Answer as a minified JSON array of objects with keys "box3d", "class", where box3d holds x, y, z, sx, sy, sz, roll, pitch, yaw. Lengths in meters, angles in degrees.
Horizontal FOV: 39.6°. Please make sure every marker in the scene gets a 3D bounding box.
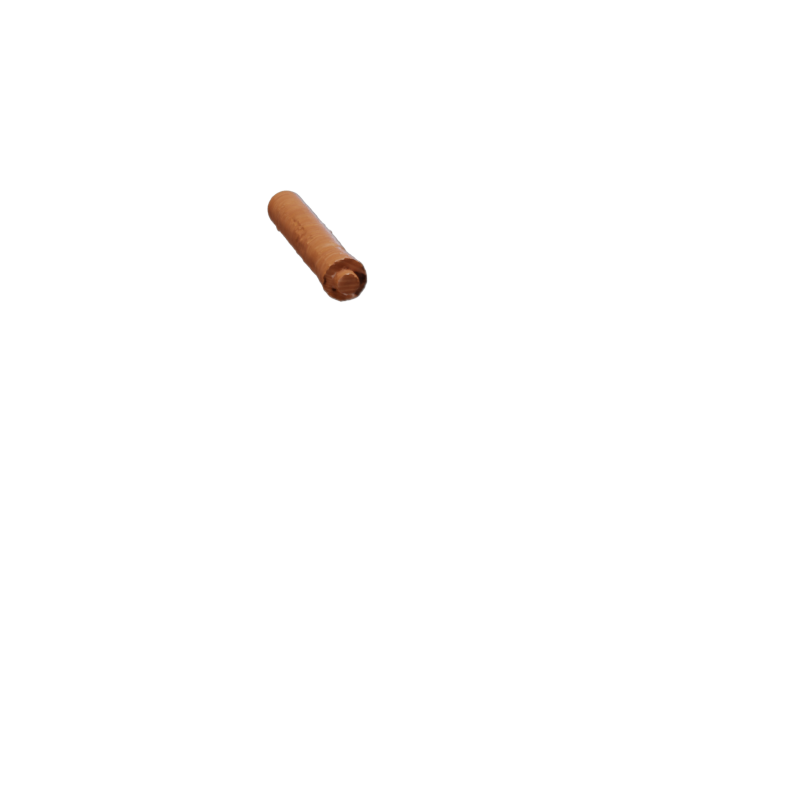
[{"box3d":[-0.039,-0.071,0.496,0.019,0.019,0.128,-2,23,-17],"class":"marker"}]
